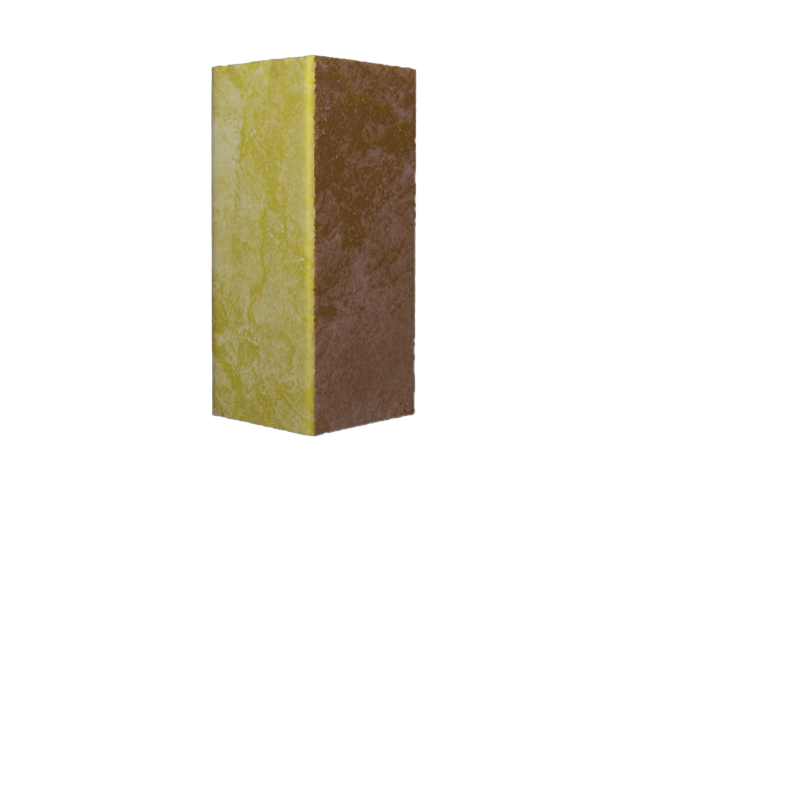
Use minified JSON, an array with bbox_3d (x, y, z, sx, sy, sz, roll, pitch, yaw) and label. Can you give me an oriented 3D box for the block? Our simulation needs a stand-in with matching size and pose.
[{"bbox_3d":[-0.052,-0.094,0.657,0.094,0.205,0.088,4,5,42],"label":"block"}]
